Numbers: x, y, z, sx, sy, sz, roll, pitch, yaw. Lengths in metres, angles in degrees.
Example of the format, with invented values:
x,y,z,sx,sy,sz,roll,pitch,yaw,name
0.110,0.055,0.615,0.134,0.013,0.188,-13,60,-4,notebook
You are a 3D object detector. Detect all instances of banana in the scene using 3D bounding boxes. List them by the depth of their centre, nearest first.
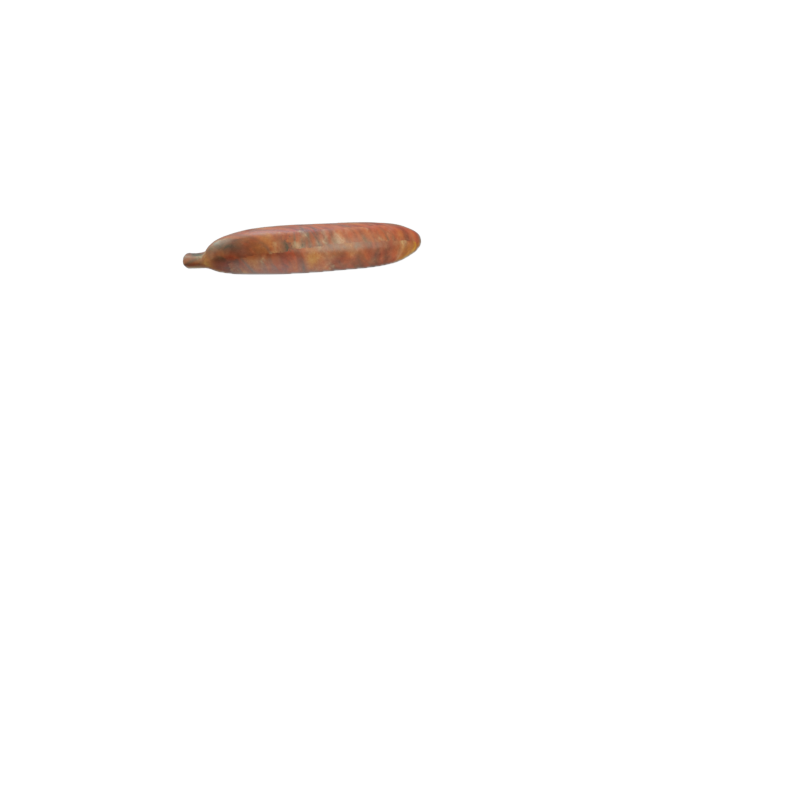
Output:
x,y,z,sx,sy,sz,roll,pitch,yaw,name
-0.065,-0.120,0.859,0.194,0.036,0.073,-6,16,-19,banana
